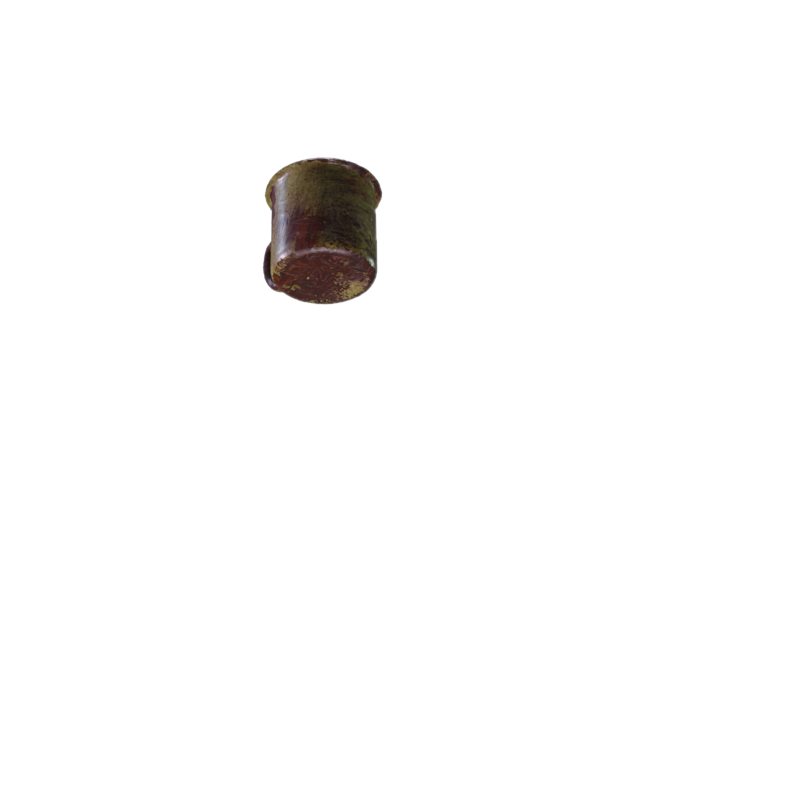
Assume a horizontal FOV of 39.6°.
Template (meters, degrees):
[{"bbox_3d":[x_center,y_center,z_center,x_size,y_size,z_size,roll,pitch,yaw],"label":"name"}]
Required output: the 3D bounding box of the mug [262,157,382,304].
[{"bbox_3d":[-0.068,-0.124,0.868,0.117,0.087,0.087,-28,-40,37],"label":"mug"}]
